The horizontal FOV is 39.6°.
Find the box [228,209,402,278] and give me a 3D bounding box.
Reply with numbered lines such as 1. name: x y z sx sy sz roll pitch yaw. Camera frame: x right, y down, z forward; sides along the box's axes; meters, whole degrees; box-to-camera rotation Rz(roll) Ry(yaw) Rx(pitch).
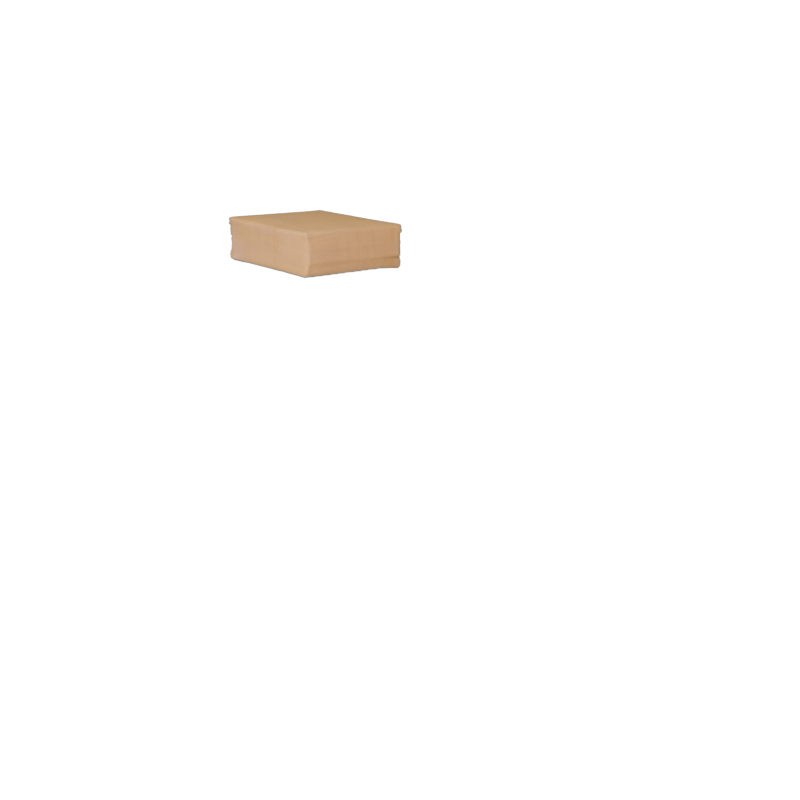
1. box: -0.067 -0.123 0.862 0.087 0.038 0.119 -9 16 -36
